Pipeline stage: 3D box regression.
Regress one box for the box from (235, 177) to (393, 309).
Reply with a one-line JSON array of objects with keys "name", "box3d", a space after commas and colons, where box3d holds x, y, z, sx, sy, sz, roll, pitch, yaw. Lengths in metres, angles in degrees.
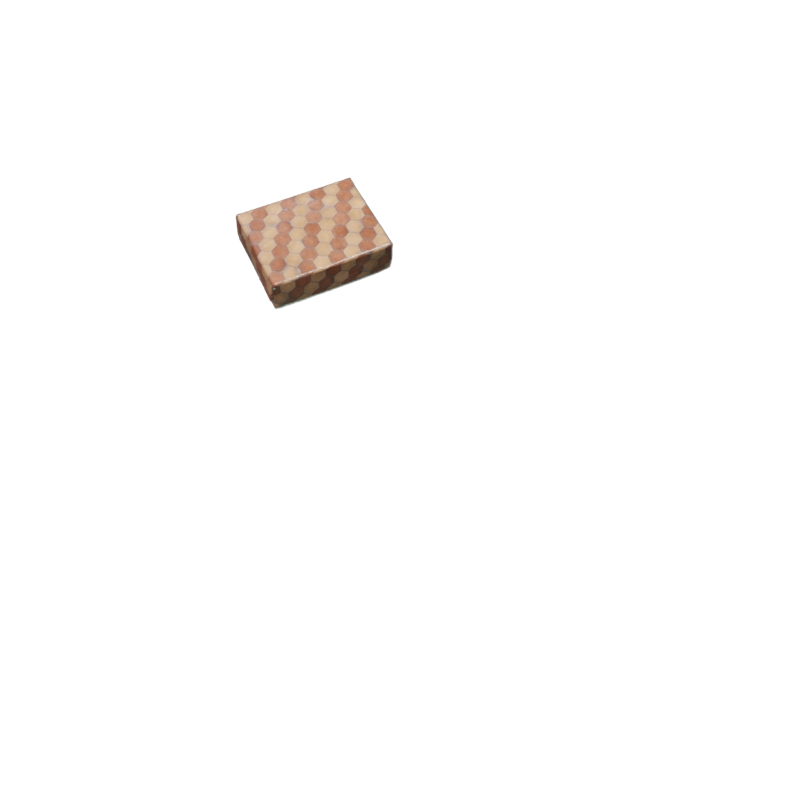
[{"name": "box", "box3d": [-0.075, -0.137, 0.961, 0.113, 0.097, 0.036, -20, -35, -15]}]
